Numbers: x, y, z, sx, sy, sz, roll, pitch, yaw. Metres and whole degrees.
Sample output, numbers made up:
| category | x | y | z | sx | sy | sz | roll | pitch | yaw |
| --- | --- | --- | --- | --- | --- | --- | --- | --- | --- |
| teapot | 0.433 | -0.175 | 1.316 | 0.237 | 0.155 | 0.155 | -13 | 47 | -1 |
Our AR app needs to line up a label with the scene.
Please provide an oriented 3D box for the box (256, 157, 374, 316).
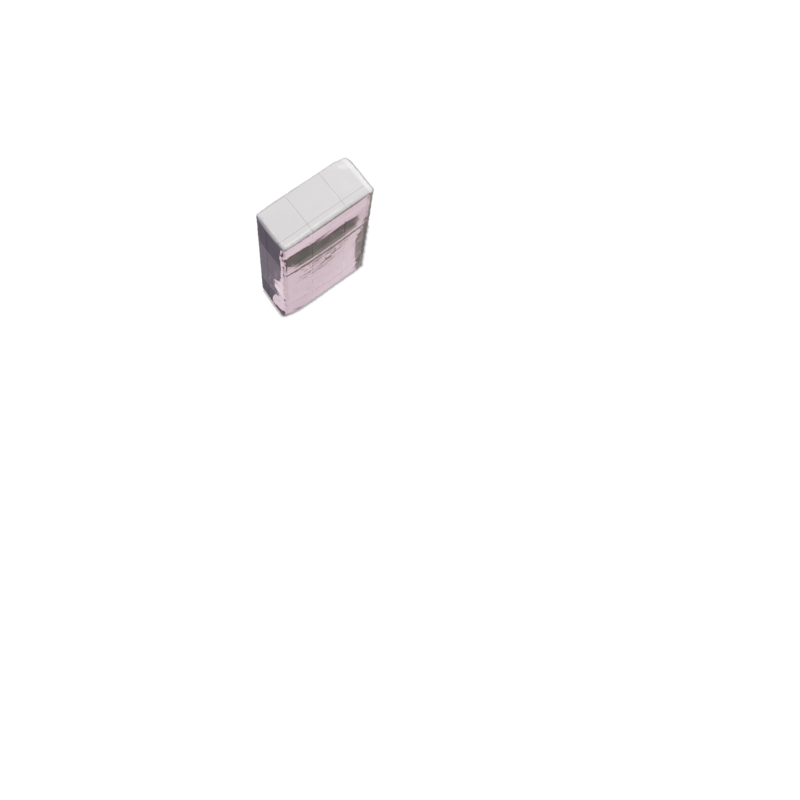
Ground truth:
| category | x | y | z | sx | sy | sz | roll | pitch | yaw |
| --- | --- | --- | --- | --- | --- | --- | --- | --- | --- |
| box | -0.075 | -0.137 | 0.960 | 0.094 | 0.050 | 0.169 | -36 | -11 | -13 |
